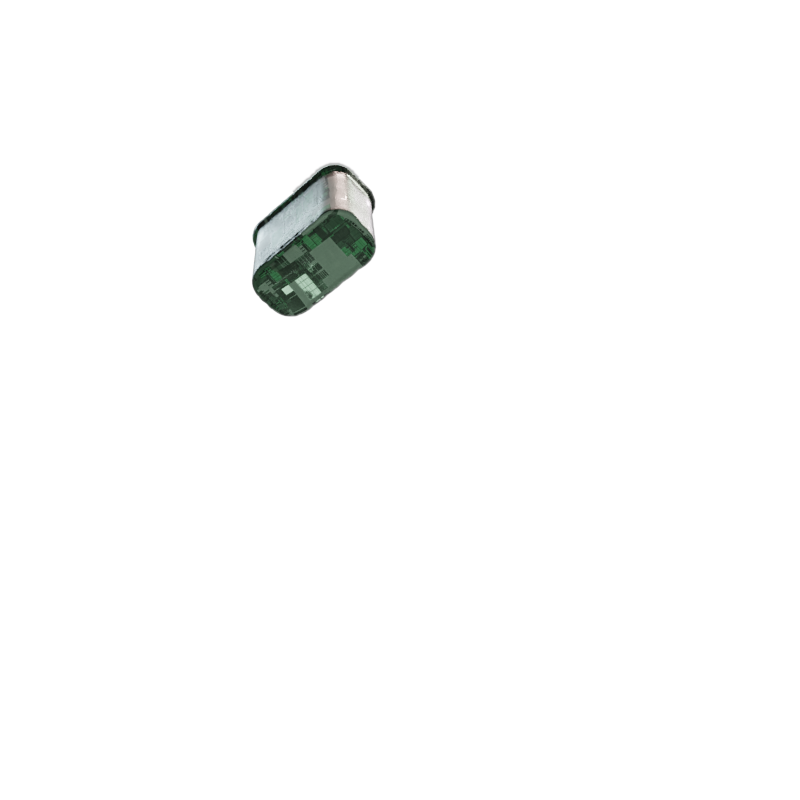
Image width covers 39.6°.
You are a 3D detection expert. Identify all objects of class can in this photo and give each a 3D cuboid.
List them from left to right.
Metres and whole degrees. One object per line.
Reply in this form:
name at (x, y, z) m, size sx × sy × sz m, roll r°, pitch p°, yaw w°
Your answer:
can at (-0.066, -0.121, 0.845) m, size 0.101 × 0.055 × 0.089 m, roll -38°, pitch 25°, yaw 17°
